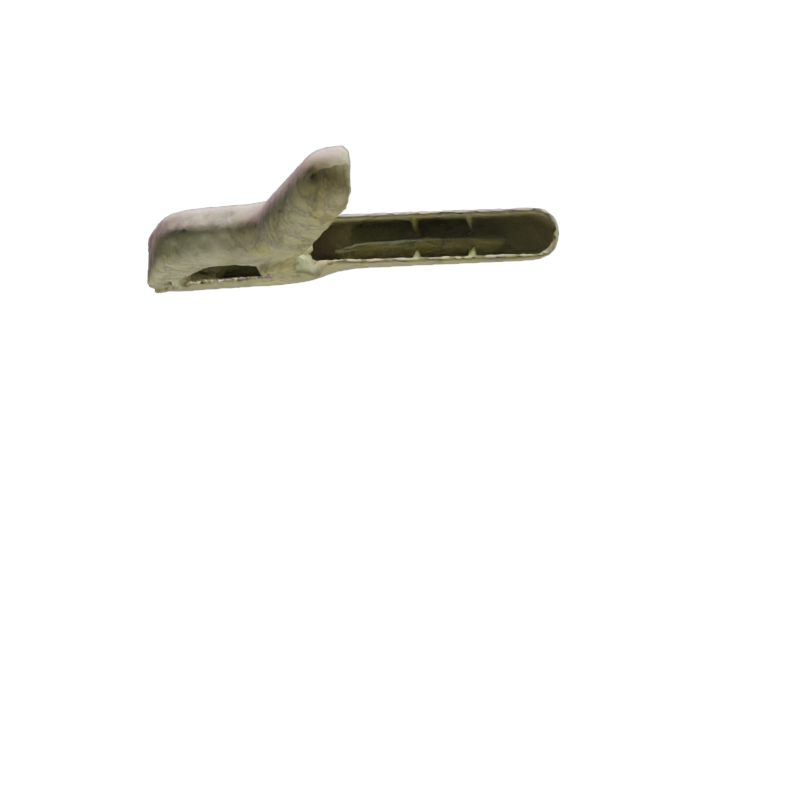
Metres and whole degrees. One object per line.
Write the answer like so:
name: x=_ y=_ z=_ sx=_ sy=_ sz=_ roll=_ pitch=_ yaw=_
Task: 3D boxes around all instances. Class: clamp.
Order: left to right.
clamp: x=-0.042 y=-0.076 z=0.535 sx=0.157 sy=0.037 sz=0.216 roll=5 pitch=-7 yaw=-43
